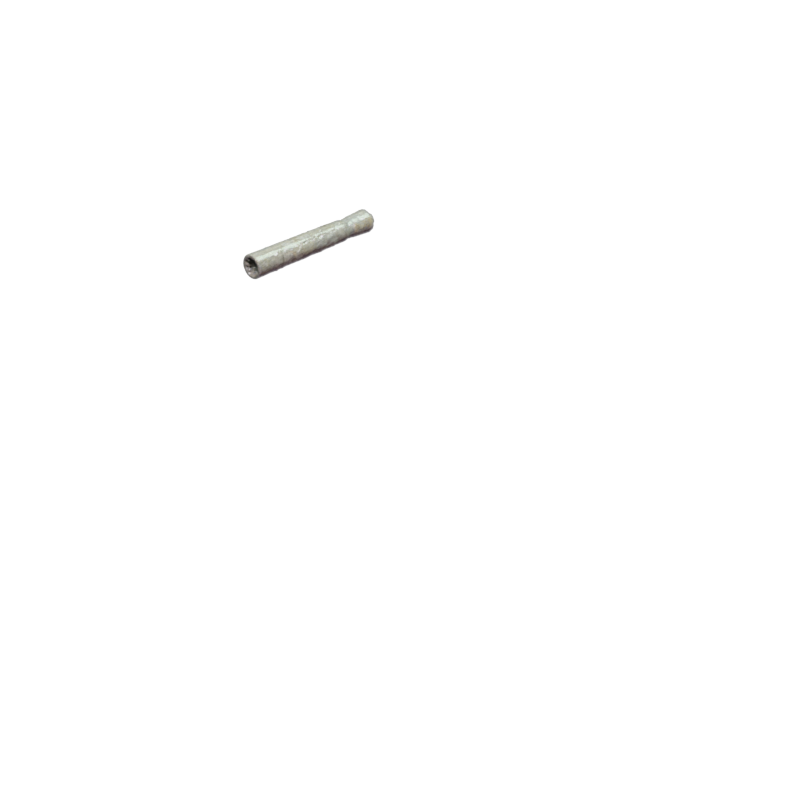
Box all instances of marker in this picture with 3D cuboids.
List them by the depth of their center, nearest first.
[{"bbox_3d":[-0.065,-0.118,0.824,0.120,0.019,0.021,-29,22,-38],"label":"marker"}]
